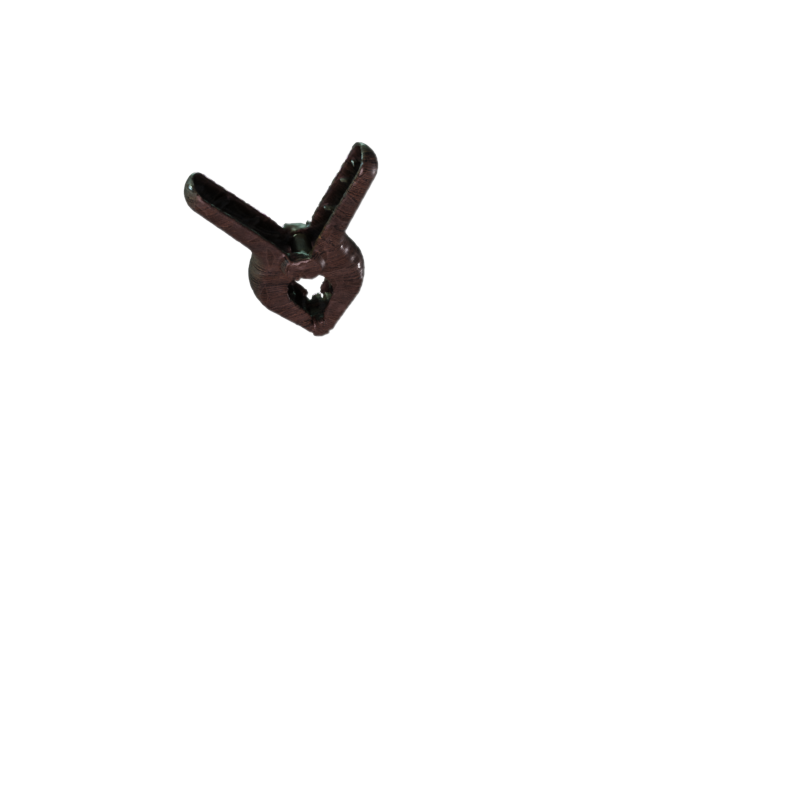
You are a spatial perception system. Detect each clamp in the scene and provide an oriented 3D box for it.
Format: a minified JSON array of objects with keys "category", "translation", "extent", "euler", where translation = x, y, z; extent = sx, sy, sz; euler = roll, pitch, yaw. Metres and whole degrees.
[{"category":"clamp","translation":[-0.057,-0.104,0.731],"extent":[0.121,0.042,0.158],"euler":[-9,-33,14]}]
